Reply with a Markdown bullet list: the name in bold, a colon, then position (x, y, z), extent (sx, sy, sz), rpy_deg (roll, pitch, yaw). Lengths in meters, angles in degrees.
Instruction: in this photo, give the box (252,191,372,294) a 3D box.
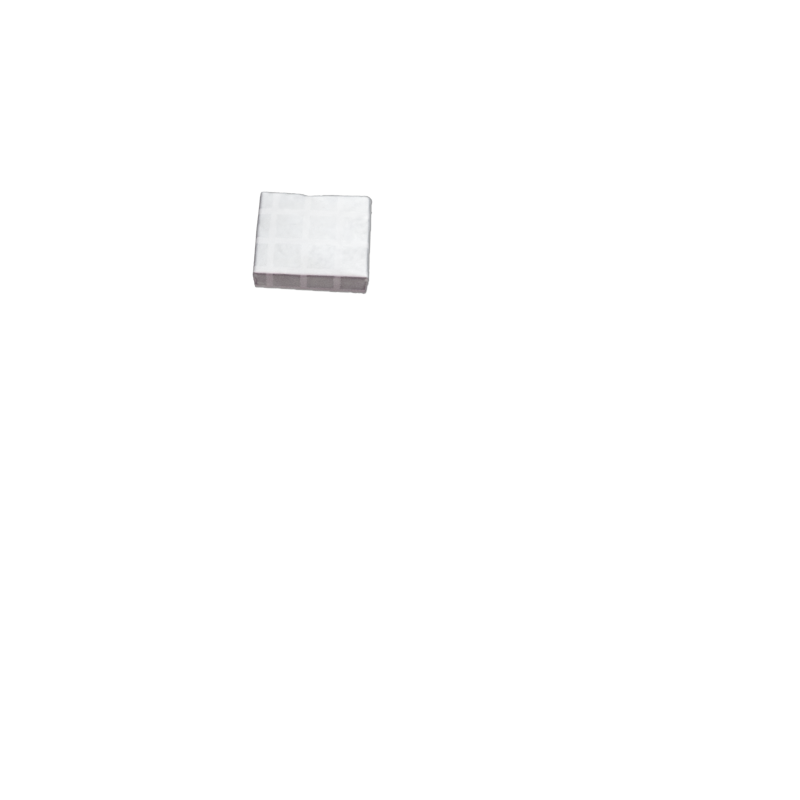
- **box**: position (-0.067, -0.123, 0.861), extent (0.089, 0.077, 0.028), rpy_deg (2, -27, 1)
